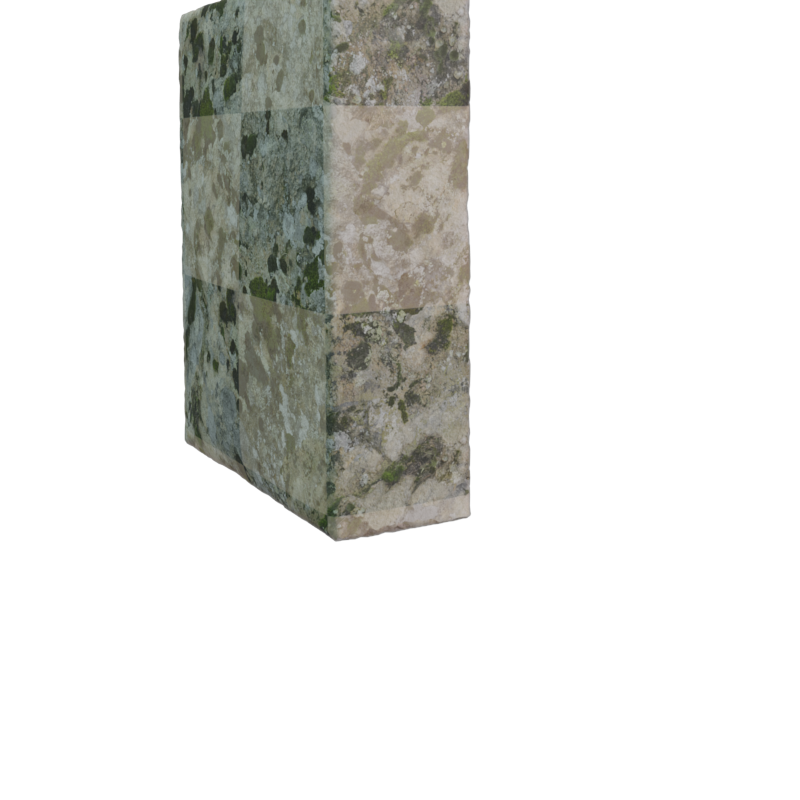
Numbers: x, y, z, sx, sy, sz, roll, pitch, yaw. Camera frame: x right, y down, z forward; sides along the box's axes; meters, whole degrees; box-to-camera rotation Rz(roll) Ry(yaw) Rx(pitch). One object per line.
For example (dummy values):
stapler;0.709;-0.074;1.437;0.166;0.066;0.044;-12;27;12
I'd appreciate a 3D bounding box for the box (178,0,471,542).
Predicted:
box;-0.038;-0.069;0.486;0.070;0.211;0.172;-2;8;-29
